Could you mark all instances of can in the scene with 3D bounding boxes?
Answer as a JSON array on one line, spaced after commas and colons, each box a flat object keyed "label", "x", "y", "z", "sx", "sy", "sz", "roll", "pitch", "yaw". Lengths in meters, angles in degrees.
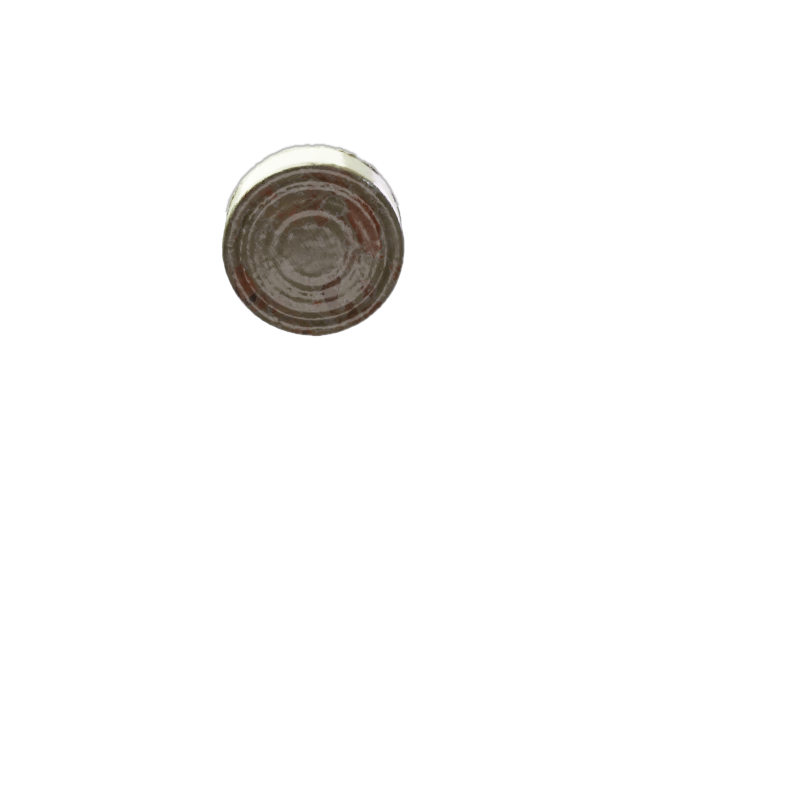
[{"label": "can", "x": -0.041, "y": -0.075, "z": 0.522, "sx": 0.086, "sy": 0.082, "sz": 0.035, "roll": 0, "pitch": 20, "yaw": -1}]
